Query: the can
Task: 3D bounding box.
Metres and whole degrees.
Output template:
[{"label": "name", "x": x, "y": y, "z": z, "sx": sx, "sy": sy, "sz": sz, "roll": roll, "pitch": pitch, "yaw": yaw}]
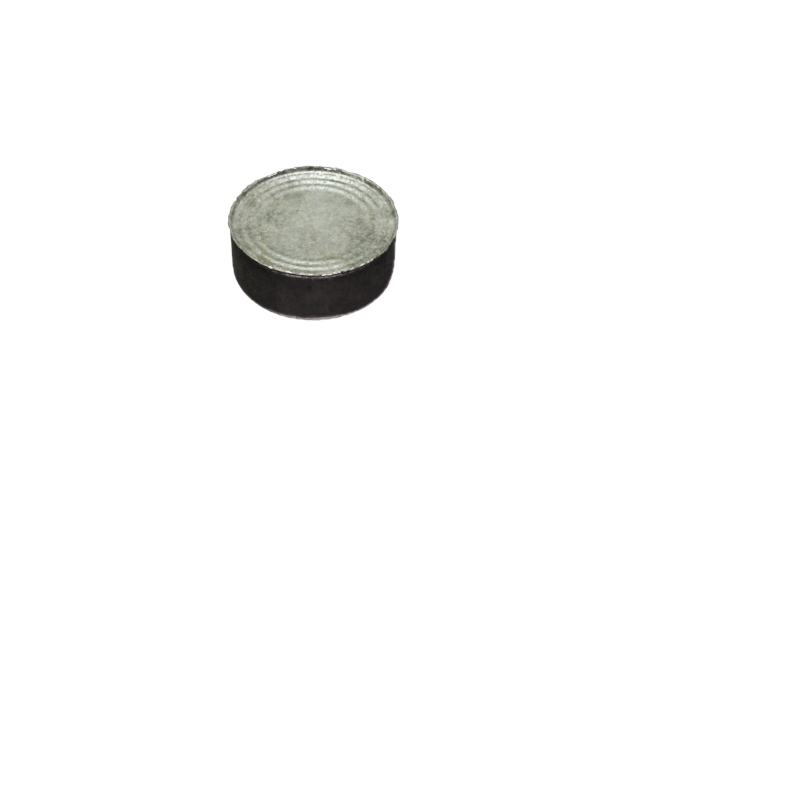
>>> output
[{"label": "can", "x": -0.044, "y": -0.081, "z": 0.568, "sx": 0.086, "sy": 0.092, "sz": 0.031, "roll": -1, "pitch": -45, "yaw": -1}]
